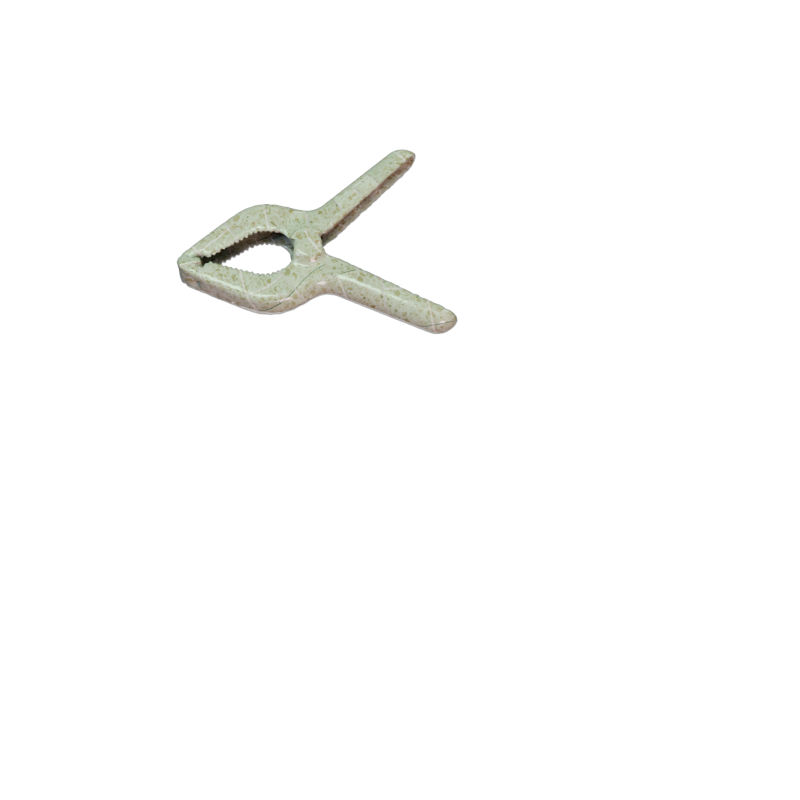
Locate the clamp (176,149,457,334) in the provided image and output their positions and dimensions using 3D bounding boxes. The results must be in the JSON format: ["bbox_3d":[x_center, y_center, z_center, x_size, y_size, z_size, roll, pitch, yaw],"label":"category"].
[{"bbox_3d":[-0.068,-0.124,0.868,0.209,0.175,0.034,-3,-30,-2],"label":"clamp"}]
